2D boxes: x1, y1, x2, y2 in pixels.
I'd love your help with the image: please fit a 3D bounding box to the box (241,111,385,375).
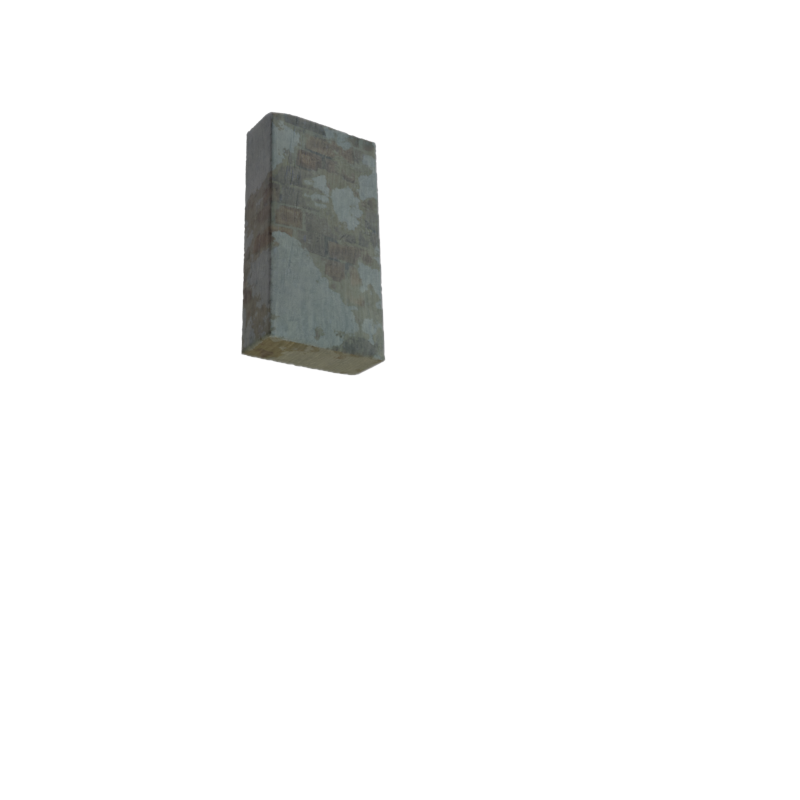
[{"bbox_3d":[-0.061,-0.111,0.776,0.089,0.186,0.048,12,-28,-30],"label":"box"}]
